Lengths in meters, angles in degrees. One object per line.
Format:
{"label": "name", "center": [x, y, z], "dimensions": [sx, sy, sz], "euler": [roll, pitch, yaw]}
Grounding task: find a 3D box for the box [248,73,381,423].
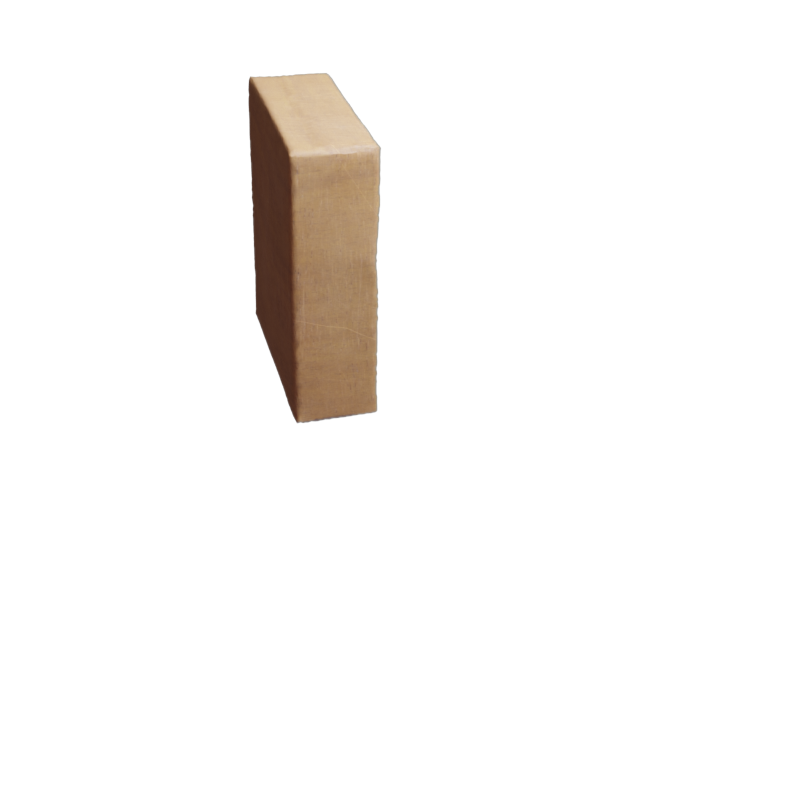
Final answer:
{"label": "box", "center": [-0.065, -0.119, 0.830], "dimensions": [0.071, 0.201, 0.176], "euler": [-6, 31, -14]}
